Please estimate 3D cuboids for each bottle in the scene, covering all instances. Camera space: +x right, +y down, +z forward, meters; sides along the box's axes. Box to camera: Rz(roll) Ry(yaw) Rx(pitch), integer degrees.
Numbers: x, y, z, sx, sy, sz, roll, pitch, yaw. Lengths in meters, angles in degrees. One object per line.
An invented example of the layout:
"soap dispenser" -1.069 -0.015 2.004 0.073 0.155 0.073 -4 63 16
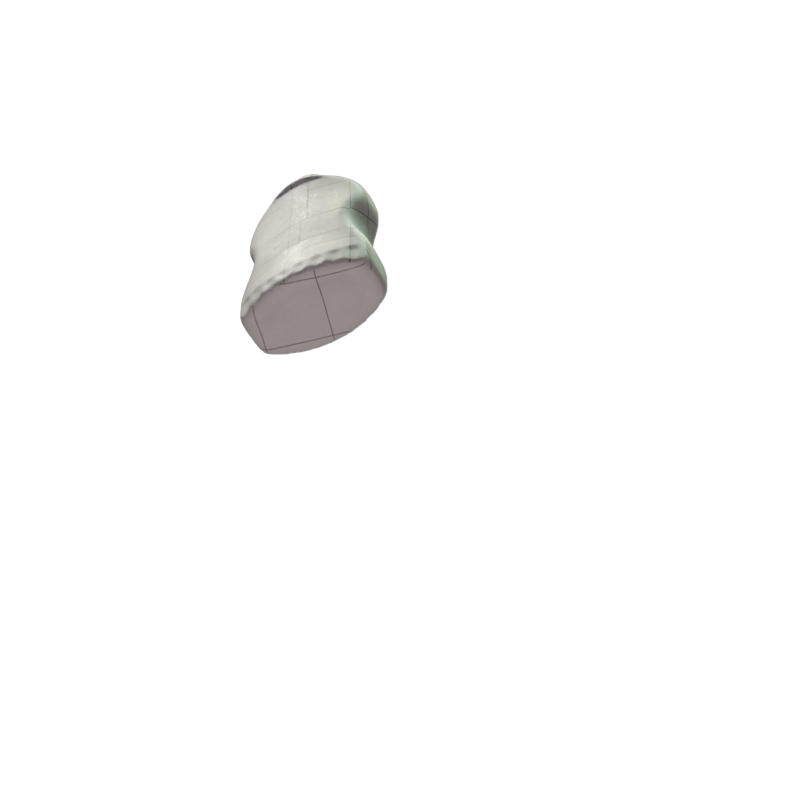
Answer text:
"bottle" -0.061 -0.112 0.787 0.096 0.055 0.204 -27 31 13
